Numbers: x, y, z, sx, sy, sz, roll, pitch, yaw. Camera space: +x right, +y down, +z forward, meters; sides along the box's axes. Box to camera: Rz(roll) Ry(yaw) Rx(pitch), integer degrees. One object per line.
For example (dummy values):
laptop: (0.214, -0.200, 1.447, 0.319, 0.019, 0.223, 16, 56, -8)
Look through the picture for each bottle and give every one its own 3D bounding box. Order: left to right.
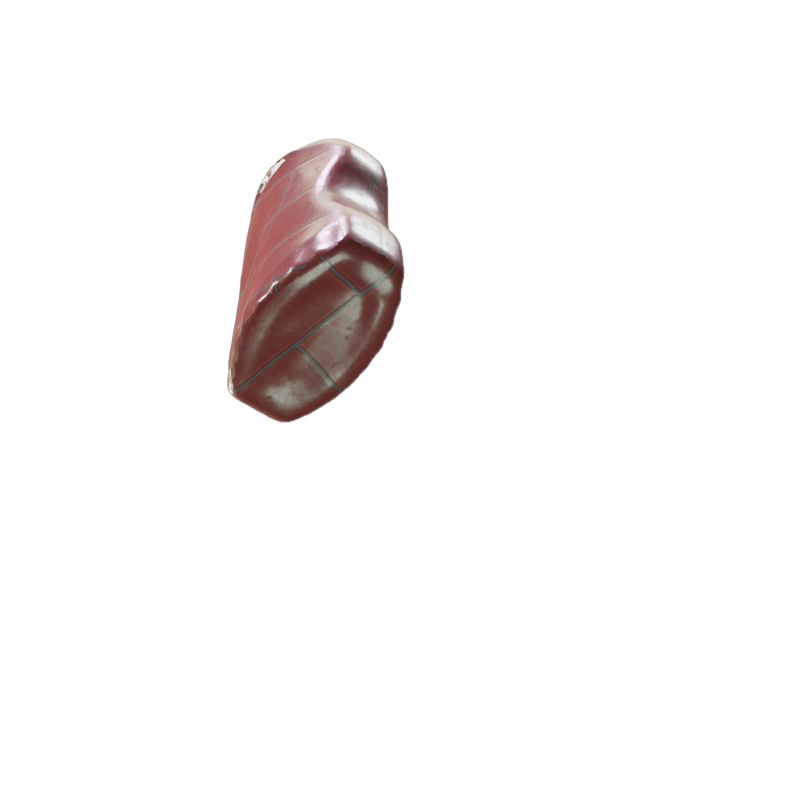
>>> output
bottle: (-0.044, -0.079, 0.554, 0.056, 0.094, 0.204, 29, 26, -20)
